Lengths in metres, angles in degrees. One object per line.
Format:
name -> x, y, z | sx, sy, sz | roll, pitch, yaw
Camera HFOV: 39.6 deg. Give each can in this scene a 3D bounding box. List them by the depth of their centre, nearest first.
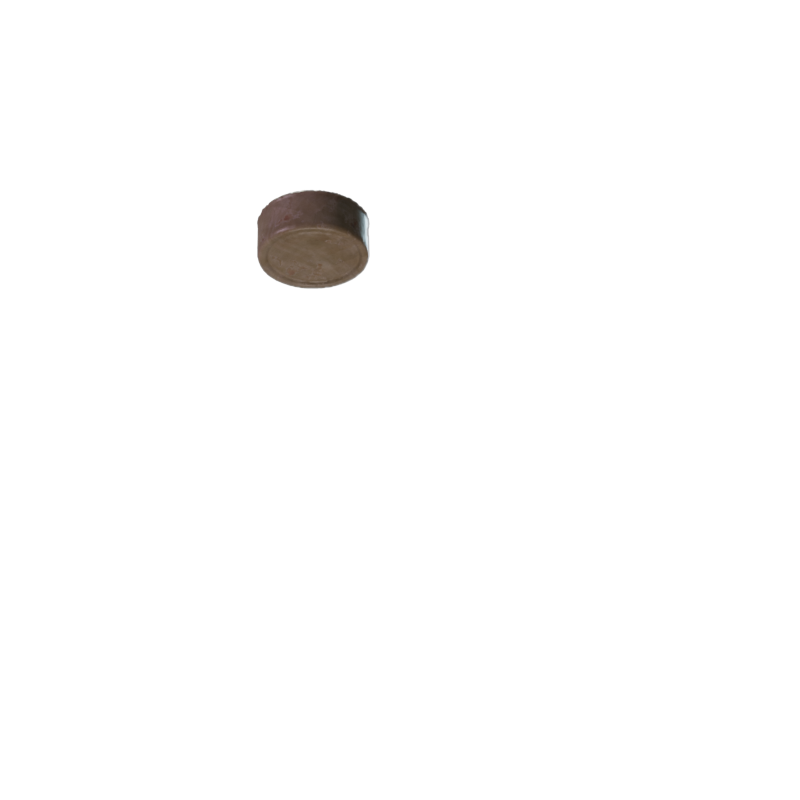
can -> -0.066, -0.120, 0.839 | 0.086, 0.036, 0.081 | 1, -30, -2
